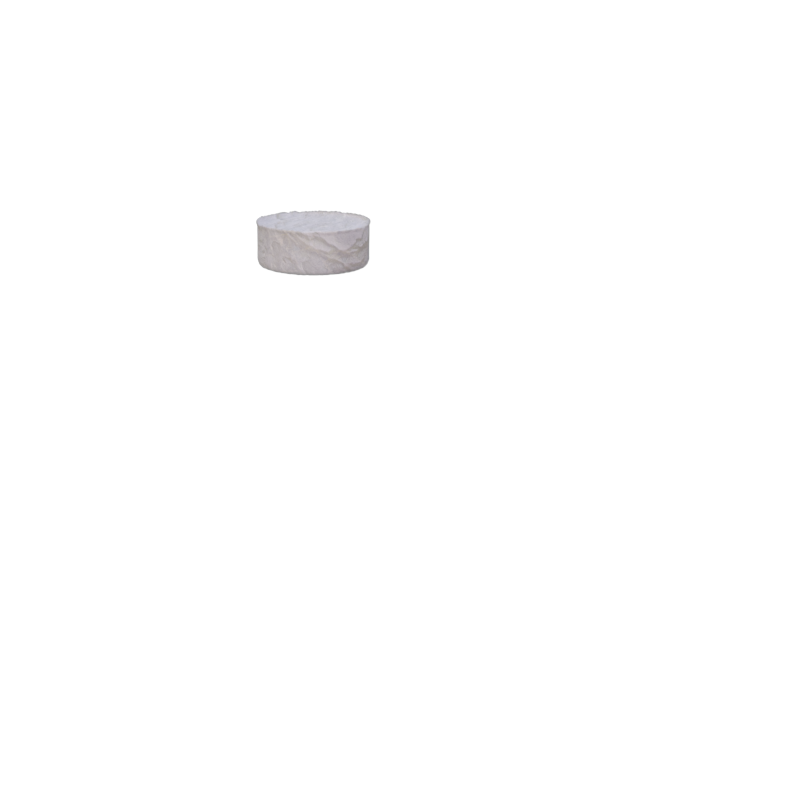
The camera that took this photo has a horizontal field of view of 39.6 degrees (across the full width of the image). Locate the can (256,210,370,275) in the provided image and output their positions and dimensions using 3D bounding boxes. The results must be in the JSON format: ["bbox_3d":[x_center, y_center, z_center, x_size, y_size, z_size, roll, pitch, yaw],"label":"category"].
[{"bbox_3d":[-0.065,-0.119,0.834,0.086,0.032,0.089,-1,18,-2],"label":"can"}]
